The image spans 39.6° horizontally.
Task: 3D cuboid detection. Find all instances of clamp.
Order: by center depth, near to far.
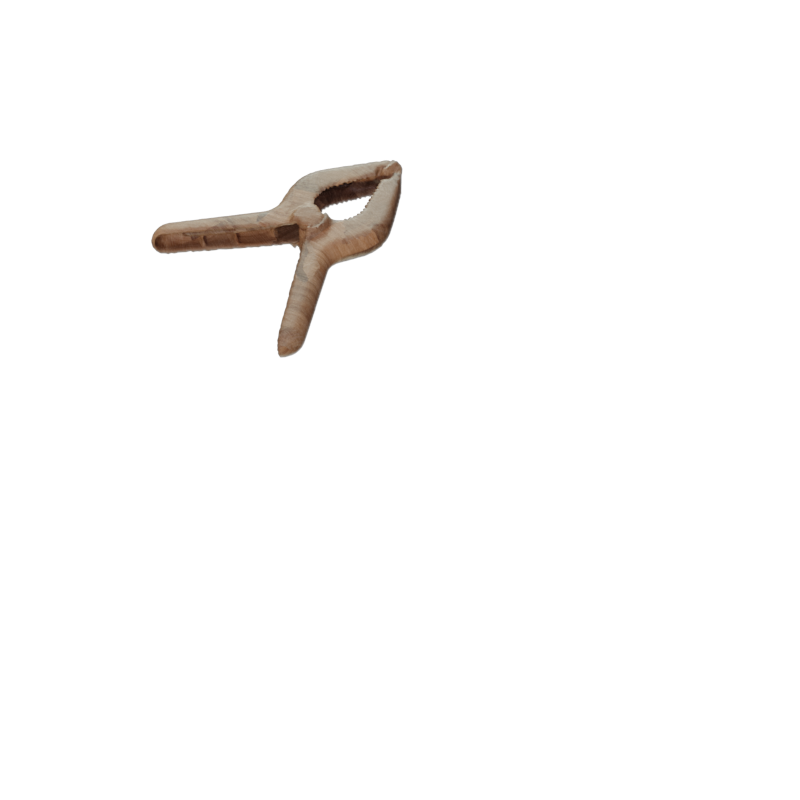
[{"bbox_3d":[-0.069,-0.126,0.882,0.210,0.034,0.177,-30,56,-23],"label":"clamp"}]
